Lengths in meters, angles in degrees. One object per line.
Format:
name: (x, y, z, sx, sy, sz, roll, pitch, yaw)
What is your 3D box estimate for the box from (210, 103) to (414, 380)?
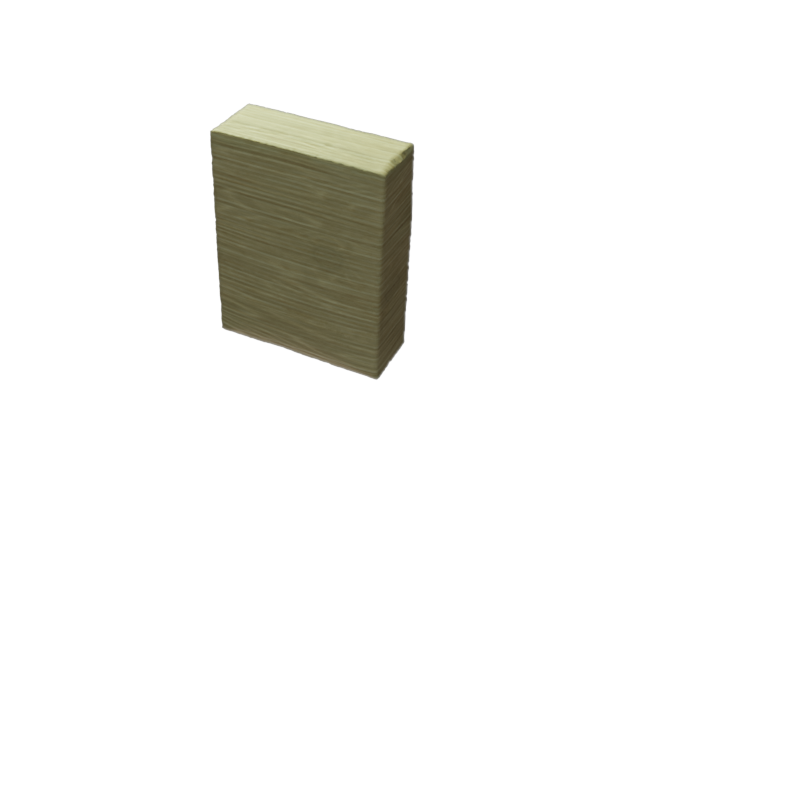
box: (-0.076, -0.139, 0.976, 0.171, 0.200, 0.074, 19, 40, 21)
